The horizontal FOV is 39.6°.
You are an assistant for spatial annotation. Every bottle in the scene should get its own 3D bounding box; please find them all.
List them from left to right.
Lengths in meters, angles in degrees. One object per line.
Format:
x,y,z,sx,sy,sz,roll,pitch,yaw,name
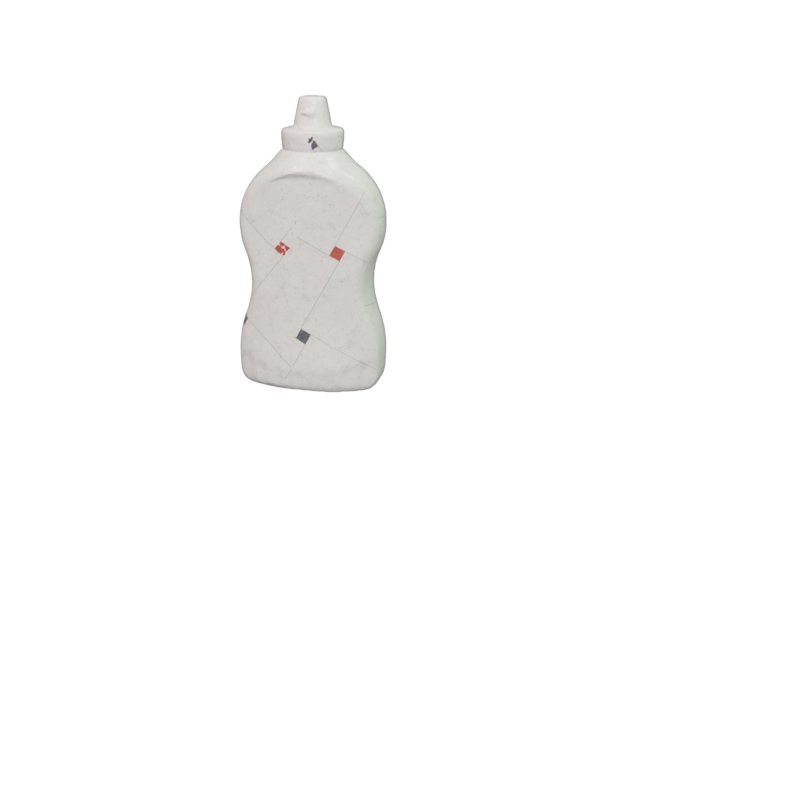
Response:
-0.057,-0.104,0.732,0.098,0.186,0.059,5,14,14,bottle
